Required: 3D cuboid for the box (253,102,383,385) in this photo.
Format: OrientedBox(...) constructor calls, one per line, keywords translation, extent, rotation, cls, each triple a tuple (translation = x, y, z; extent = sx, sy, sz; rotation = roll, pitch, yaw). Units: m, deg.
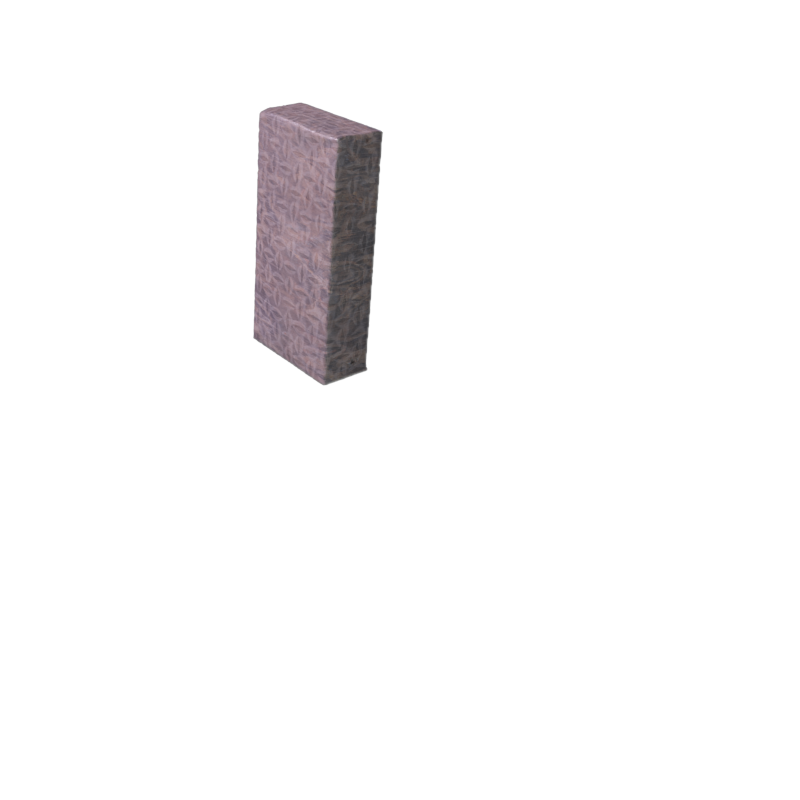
OrientedBox(translation=(-0.061, -0.110, 0.769), extent=(0.047, 0.168, 0.100), rotation=(-16, 29, -35), cls="box")
